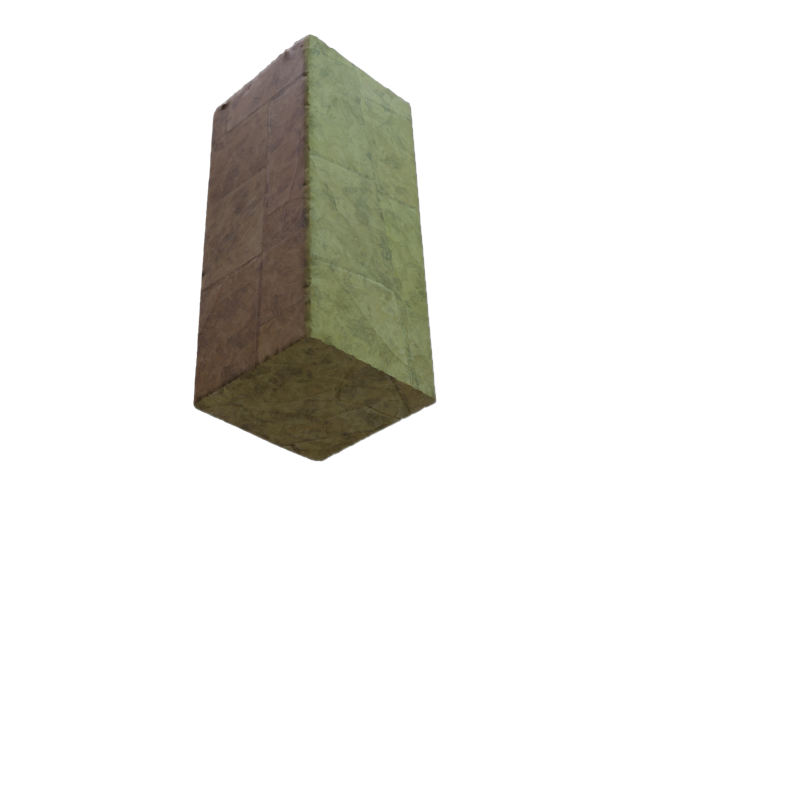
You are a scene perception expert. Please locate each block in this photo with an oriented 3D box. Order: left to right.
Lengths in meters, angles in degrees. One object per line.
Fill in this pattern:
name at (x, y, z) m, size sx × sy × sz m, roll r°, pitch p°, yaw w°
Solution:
block at (-0.048, -0.087, 0.611) m, size 0.084 × 0.221 × 0.090 m, roll 28°, pitch -46°, yaw -36°
